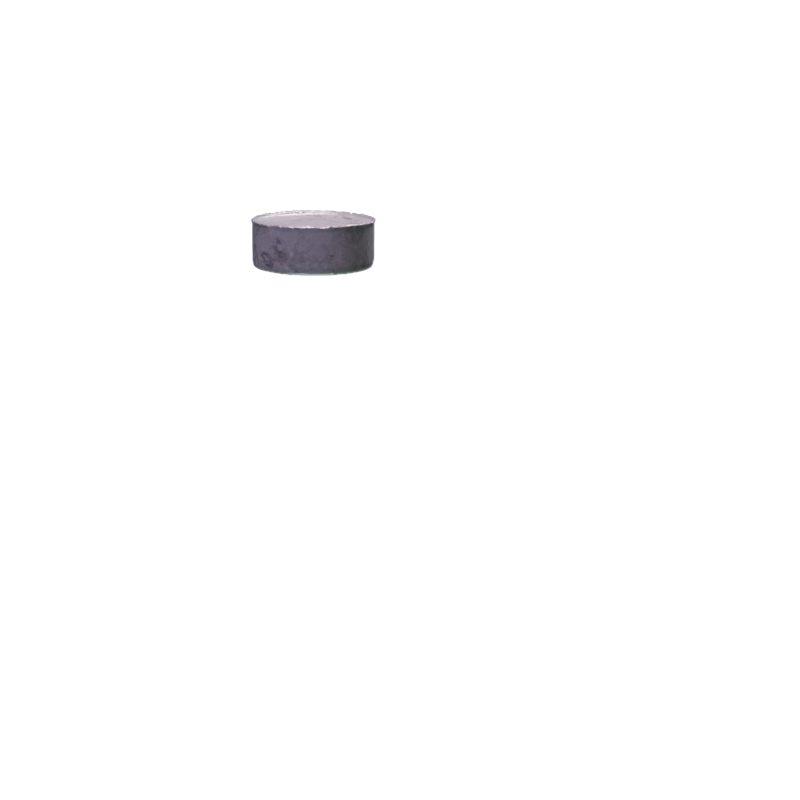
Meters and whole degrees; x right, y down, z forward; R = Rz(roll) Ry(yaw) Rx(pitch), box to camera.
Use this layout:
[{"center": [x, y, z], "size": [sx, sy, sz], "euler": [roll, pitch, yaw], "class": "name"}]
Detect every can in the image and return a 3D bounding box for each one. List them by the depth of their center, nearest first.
[{"center": [-0.060, -0.109, 0.767], "size": [0.086, 0.033, 0.089], "euler": [0, 16, -2], "class": "can"}]
